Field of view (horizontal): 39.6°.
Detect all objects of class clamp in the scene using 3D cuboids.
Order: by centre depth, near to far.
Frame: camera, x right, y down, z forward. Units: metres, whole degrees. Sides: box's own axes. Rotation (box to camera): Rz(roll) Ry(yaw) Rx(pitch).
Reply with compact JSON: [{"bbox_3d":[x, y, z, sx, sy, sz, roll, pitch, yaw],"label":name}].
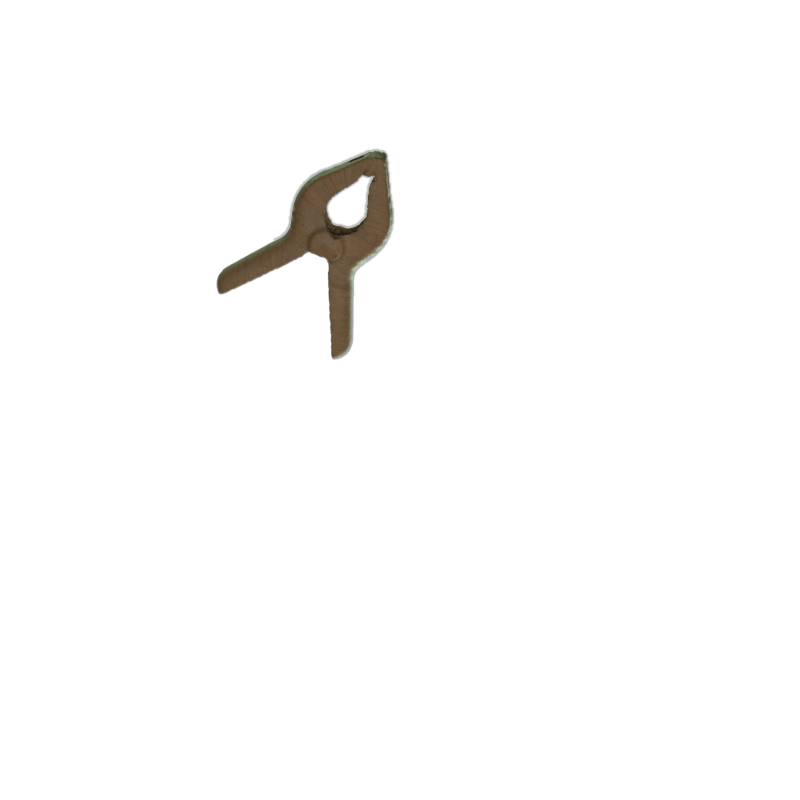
[{"bbox_3d":[-0.068,-0.124,0.871,0.118,0.167,0.041,21,17,-7],"label":"clamp"}]
